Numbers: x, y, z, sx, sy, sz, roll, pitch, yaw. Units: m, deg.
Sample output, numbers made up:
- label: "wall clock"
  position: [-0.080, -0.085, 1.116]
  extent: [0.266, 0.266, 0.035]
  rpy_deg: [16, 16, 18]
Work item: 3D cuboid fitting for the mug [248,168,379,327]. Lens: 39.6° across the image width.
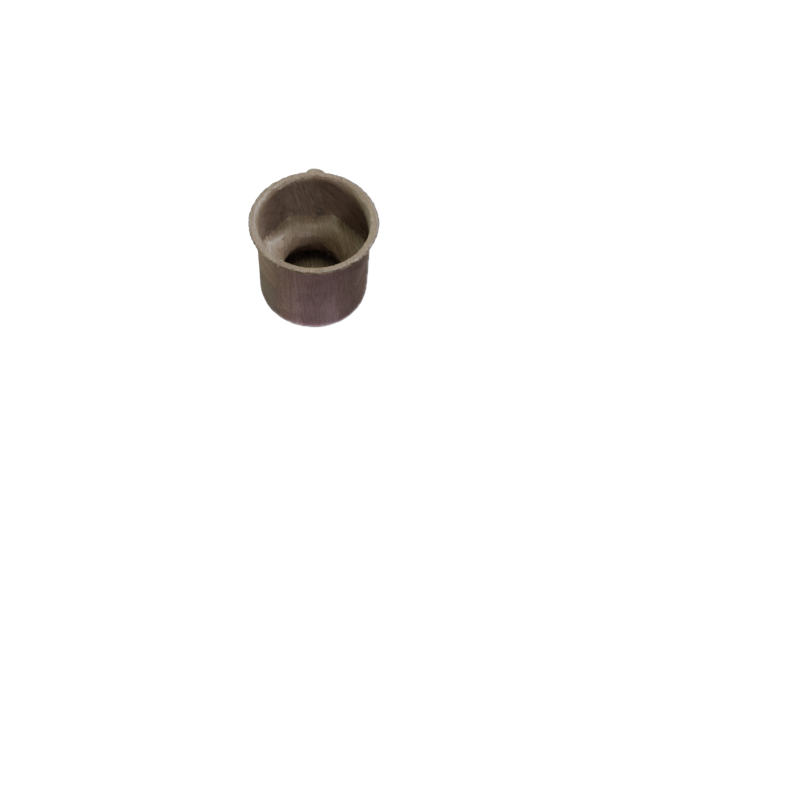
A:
- label: "mug"
  position: [-0.065, -0.118, 0.825]
  extent: [0.093, 0.125, 0.076]
  rpy_deg: [-2, -34, -3]
